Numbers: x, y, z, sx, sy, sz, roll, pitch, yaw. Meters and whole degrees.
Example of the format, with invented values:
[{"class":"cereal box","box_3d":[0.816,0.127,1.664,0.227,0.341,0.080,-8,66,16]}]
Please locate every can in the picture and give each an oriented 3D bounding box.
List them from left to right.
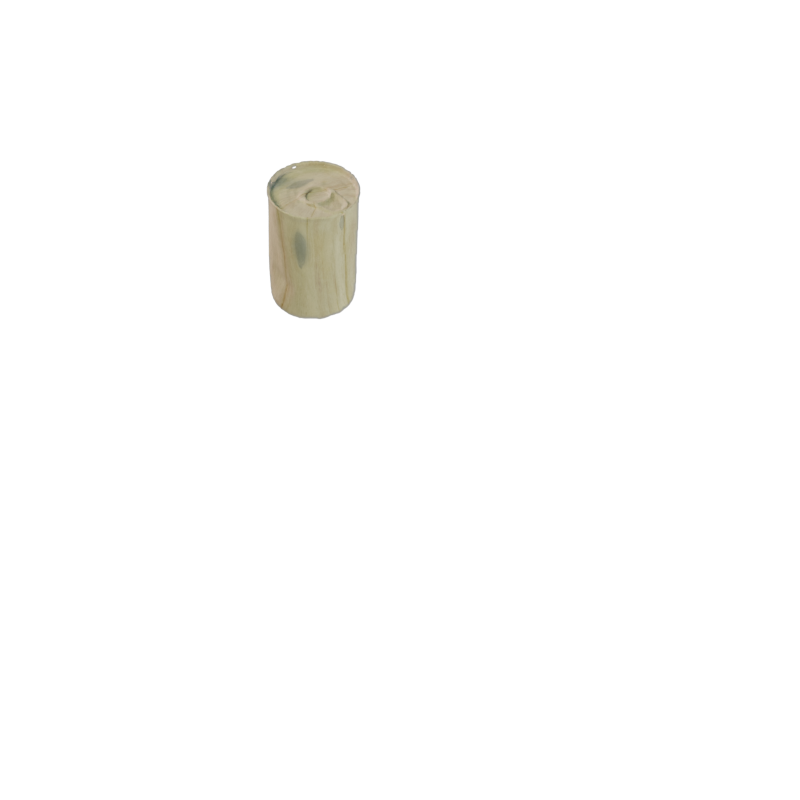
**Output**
[{"class":"can","box_3d":[-0.065,-0.119,0.833,0.068,0.095,0.074,0,44,-3]}]
